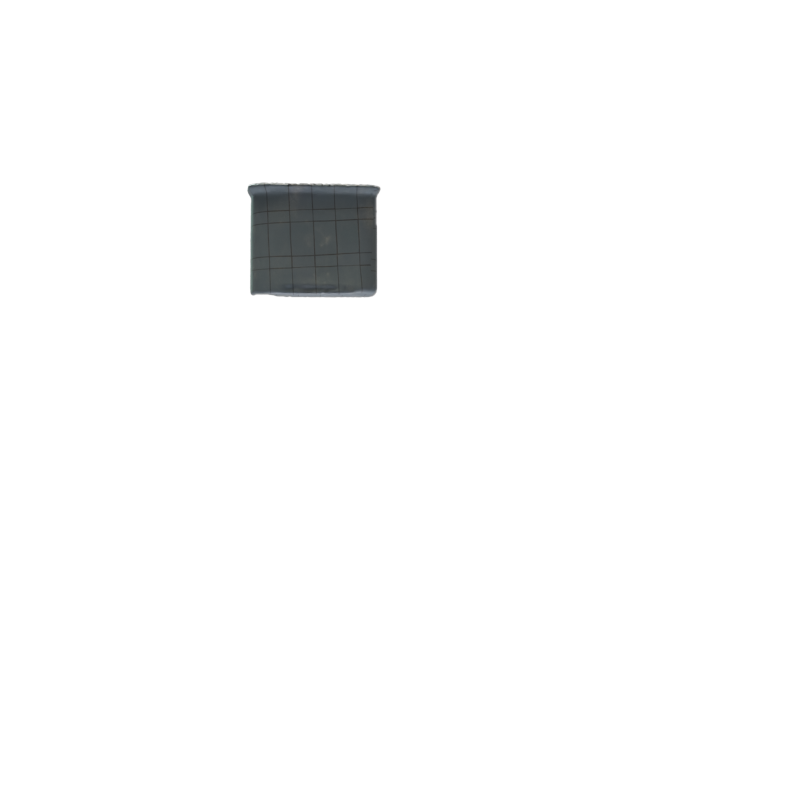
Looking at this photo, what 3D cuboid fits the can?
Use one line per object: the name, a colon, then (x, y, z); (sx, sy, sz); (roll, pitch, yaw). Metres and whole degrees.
can: (-0.067, -0.122, 0.854); (0.101, 0.085, 0.057); (0, -3, -6)
